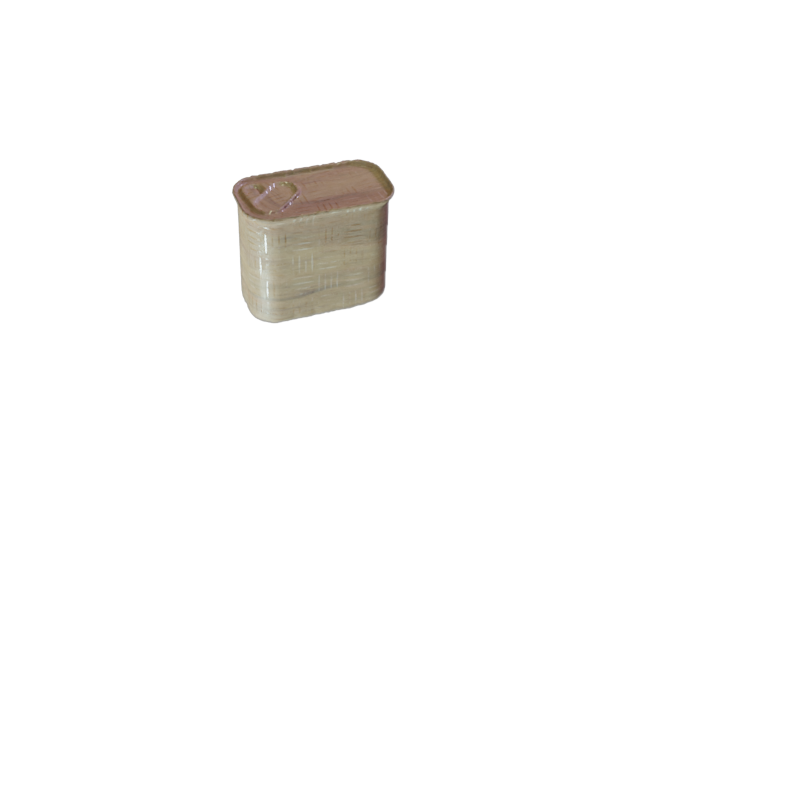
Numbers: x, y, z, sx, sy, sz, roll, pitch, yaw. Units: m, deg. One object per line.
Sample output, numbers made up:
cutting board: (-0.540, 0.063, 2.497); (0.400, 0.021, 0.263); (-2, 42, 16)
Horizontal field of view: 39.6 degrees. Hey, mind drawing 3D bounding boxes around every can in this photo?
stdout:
can: (-0.058, -0.105, 0.736); (0.100, 0.078, 0.062); (-12, 39, -16)
